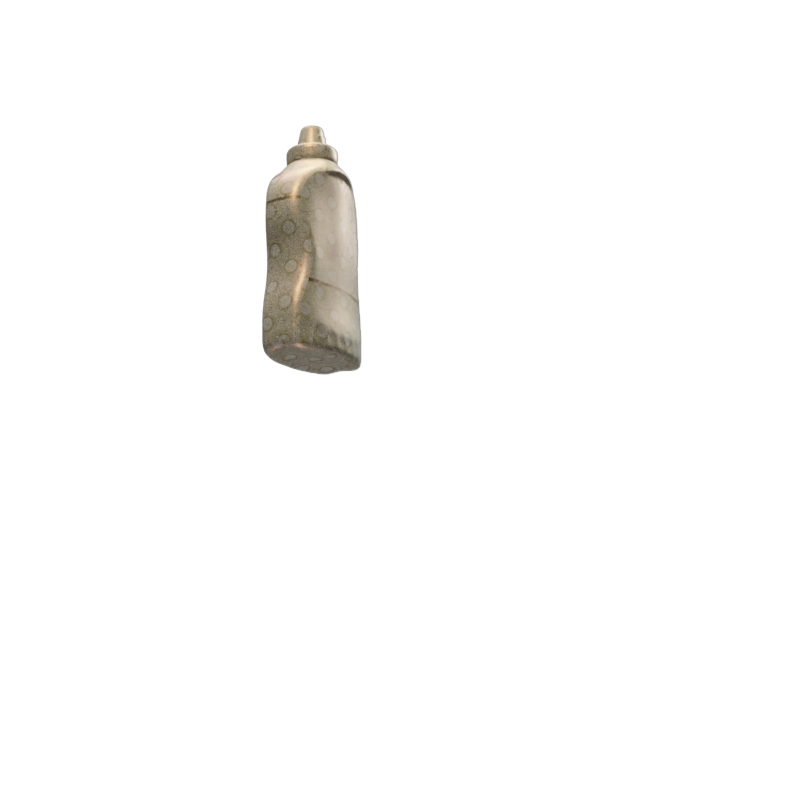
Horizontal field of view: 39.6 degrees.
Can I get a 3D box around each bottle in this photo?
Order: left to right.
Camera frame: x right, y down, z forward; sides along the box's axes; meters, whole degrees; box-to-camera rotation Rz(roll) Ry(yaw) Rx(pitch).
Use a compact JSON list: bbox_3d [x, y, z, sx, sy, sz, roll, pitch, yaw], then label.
[{"bbox_3d":[-0.067,-0.122,0.855,0.059,0.200,0.090,-12,-21,29],"label":"bottle"}]
